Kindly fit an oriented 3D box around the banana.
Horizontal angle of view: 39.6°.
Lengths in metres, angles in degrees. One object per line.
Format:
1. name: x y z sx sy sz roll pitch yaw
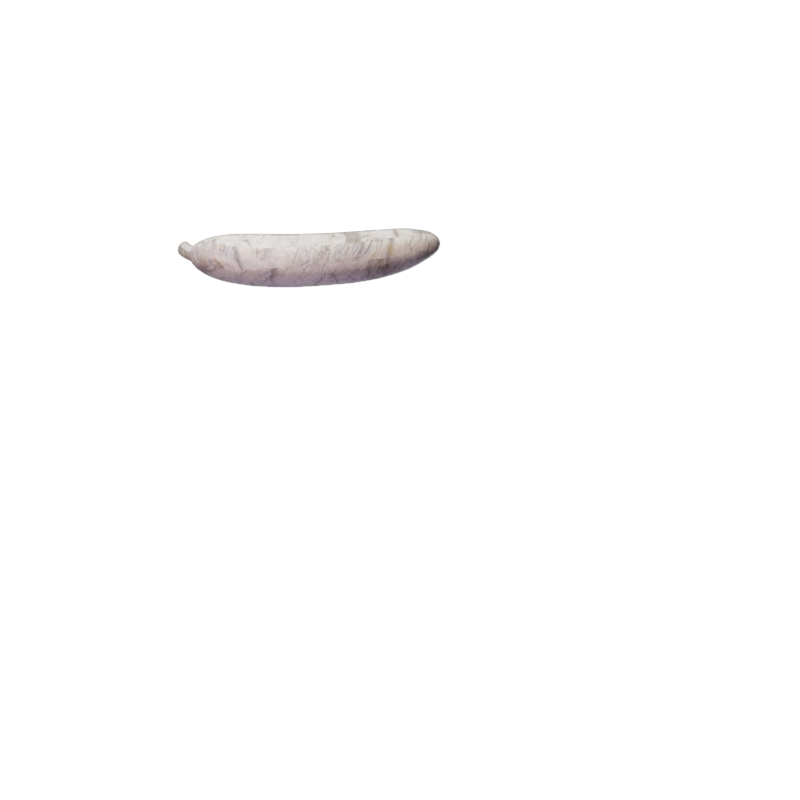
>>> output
1. banana: -0.067 -0.108 0.809 0.198 0.035 0.074 0 30 0
